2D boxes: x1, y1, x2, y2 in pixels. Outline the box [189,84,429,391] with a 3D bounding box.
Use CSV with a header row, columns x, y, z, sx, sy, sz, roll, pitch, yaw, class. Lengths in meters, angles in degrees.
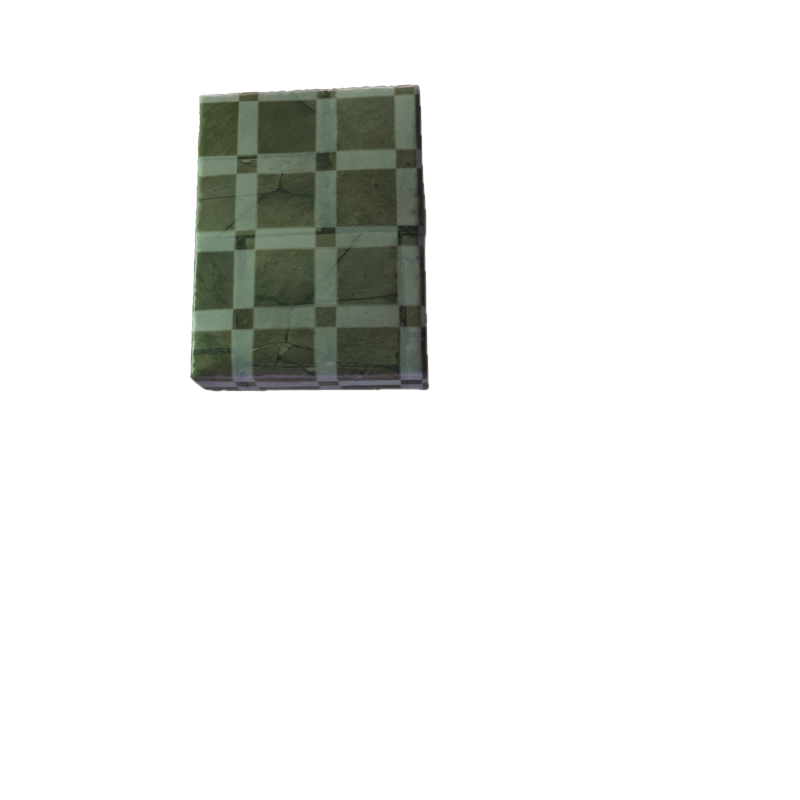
x,y,z,sx,sy,sz,roll,pitch,yaw,class
-0.063,-0.115,0.805,0.165,0.222,0.069,-2,-16,5,box
